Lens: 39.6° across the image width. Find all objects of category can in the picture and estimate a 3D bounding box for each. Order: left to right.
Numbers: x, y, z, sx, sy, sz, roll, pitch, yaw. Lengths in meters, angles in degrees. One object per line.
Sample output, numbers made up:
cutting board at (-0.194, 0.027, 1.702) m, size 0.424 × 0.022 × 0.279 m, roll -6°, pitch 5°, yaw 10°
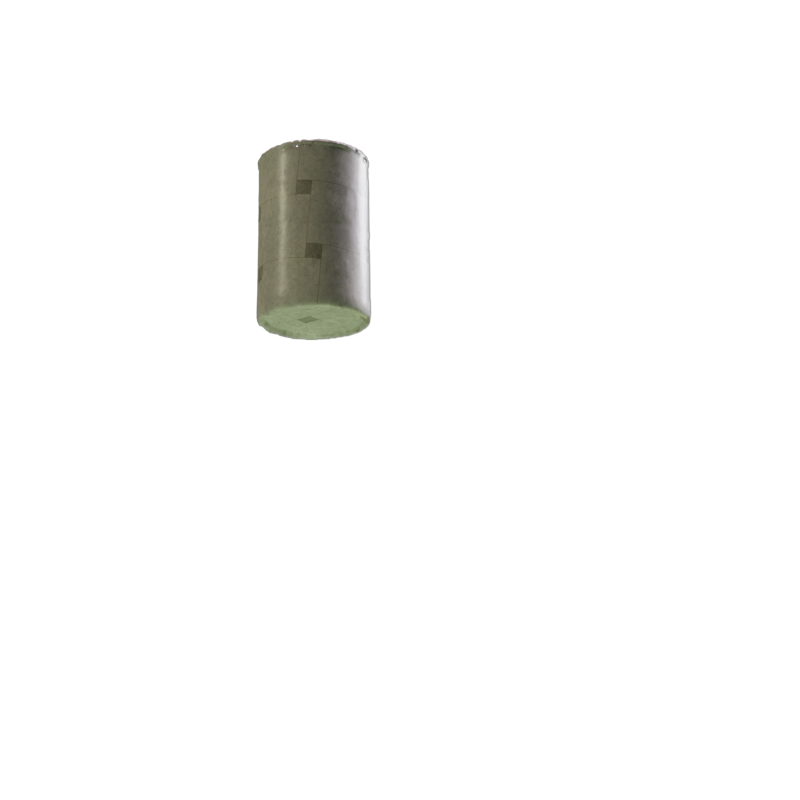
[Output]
can at (-0.051, -0.093, 0.655) m, size 0.068 × 0.107 × 0.065 m, roll 0°, pitch -19°, yaw -2°
